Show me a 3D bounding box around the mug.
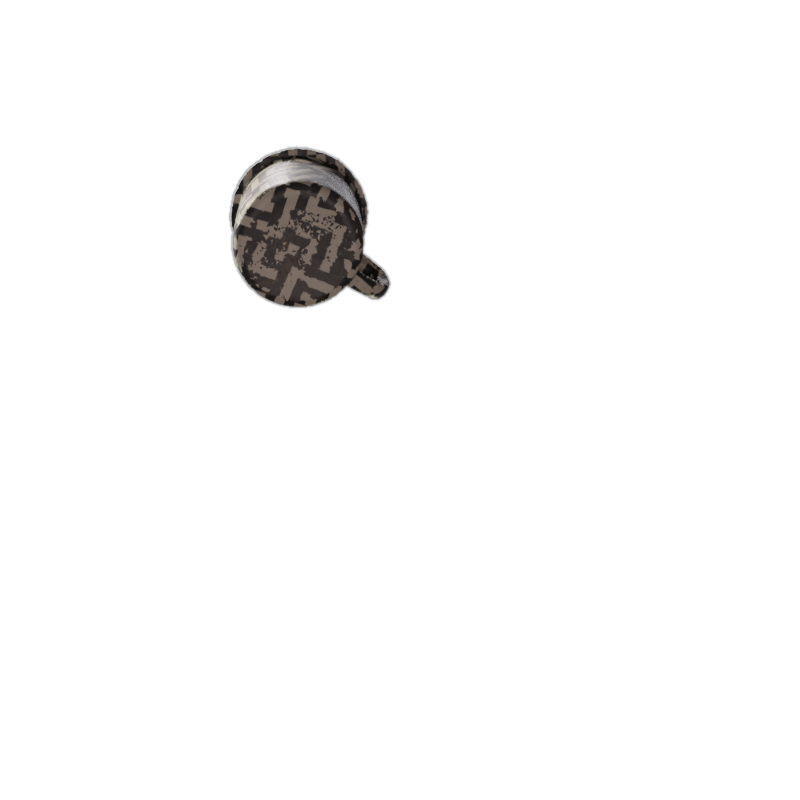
[{"bbox_3d":[-0.056,-0.102,0.716,0.114,0.092,0.085,37,14,-12],"label":"mug"}]
